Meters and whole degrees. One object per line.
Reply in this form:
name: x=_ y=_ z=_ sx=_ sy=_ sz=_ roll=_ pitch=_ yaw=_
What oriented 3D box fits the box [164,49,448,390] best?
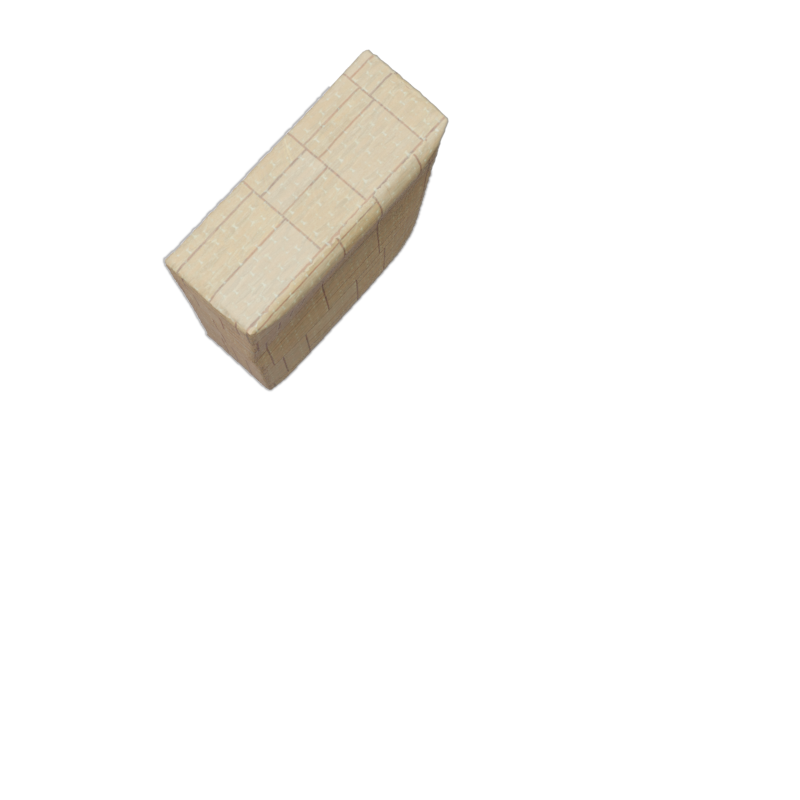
box: x=-0.054 y=-0.098 z=0.688 sx=0.073 sy=0.166 sz=0.209 roll=40 pitch=-9 yaw=2
